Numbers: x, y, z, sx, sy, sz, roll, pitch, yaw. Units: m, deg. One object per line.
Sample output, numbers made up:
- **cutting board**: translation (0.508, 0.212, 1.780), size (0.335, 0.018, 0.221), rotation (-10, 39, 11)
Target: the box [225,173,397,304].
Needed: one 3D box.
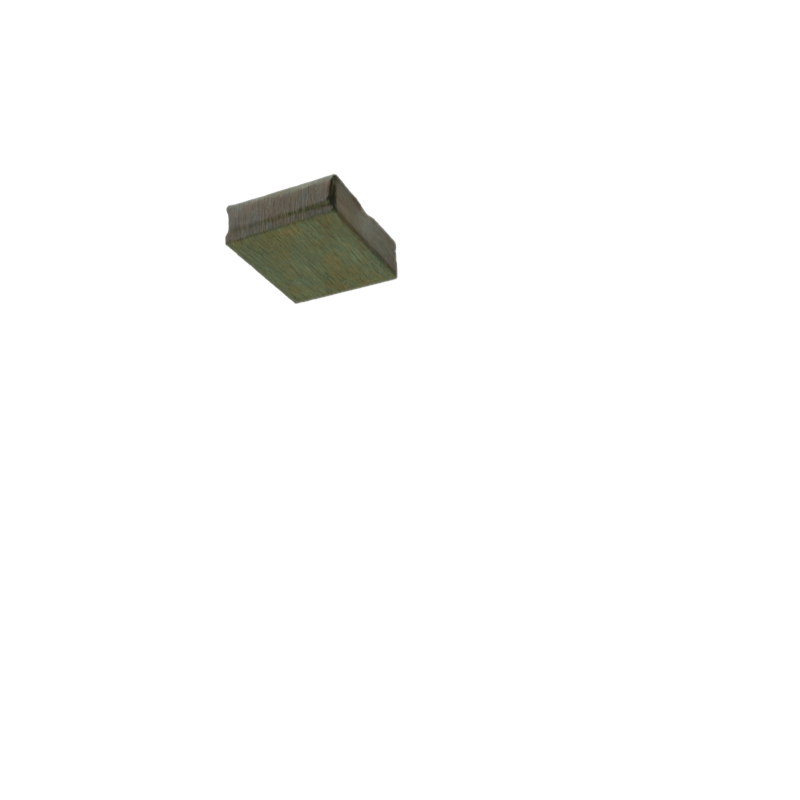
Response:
- **box**: translation (-0.052, -0.096, 0.670), size (0.074, 0.032, 0.083), rotation (-13, -29, 23)
